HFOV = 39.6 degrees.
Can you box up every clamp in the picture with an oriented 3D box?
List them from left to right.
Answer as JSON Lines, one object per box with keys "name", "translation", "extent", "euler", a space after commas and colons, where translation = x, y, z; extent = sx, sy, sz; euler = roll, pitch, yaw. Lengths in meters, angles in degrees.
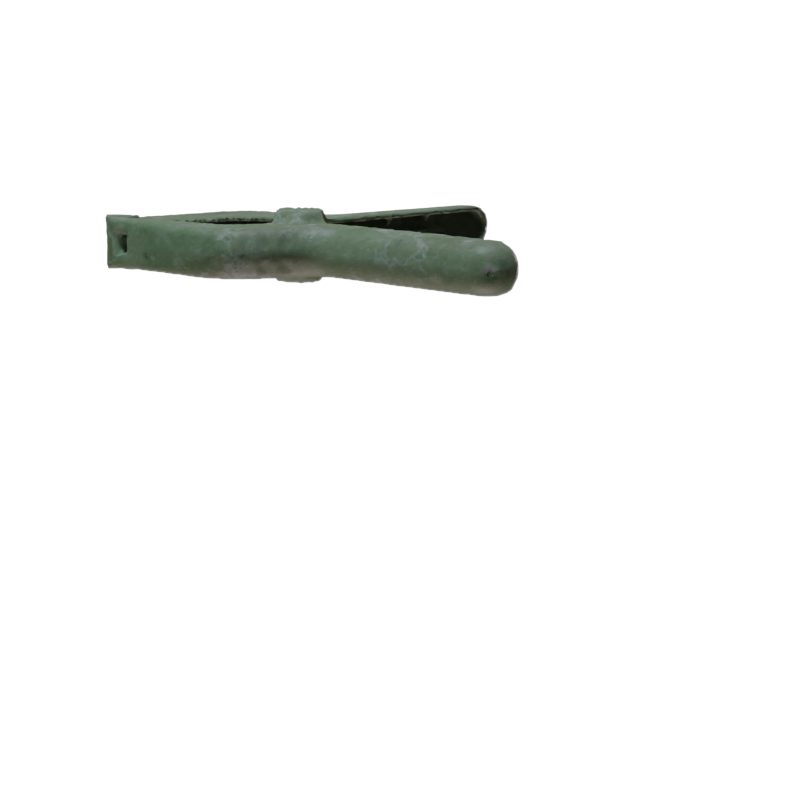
{"name": "clamp", "translation": [-0.045, -0.082, 0.576], "extent": [0.213, 0.035, 0.167], "euler": [2, 15, 9]}
